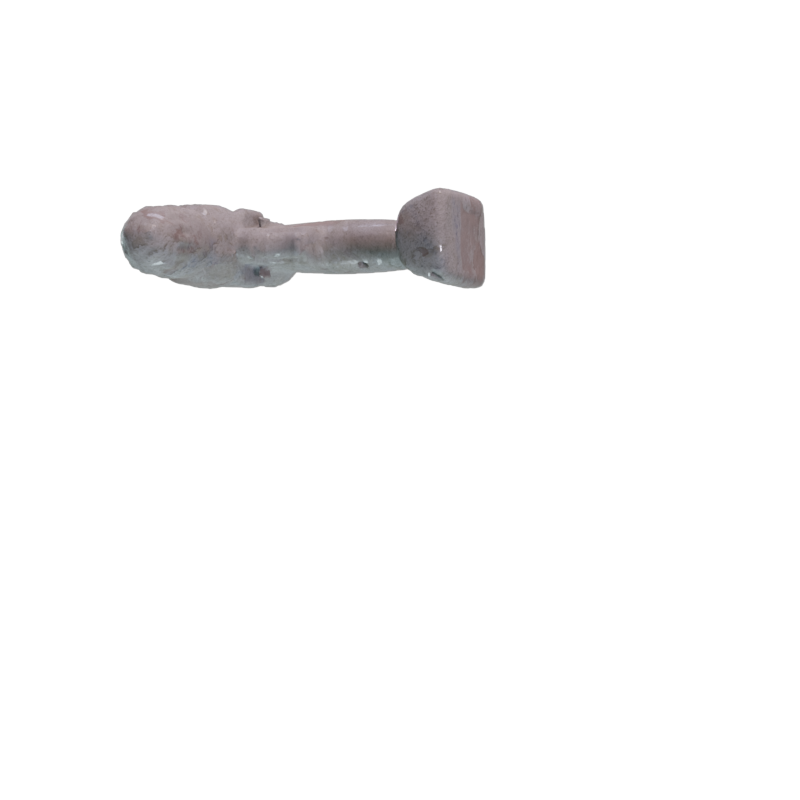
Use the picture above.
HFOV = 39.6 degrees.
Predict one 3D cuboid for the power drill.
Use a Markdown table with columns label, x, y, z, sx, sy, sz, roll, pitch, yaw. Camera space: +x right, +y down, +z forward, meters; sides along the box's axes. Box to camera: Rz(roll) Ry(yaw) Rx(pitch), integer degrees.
| label | x | y | z | sx | sy | sz | roll | pitch | yaw |
| --- | --- | --- | --- | --- | --- | --- | --- | --- | --- |
| power drill | -0.053 | -0.096 | 0.672 | 0.193 | 0.057 | 0.180 | 2 | 6 | 21 |
